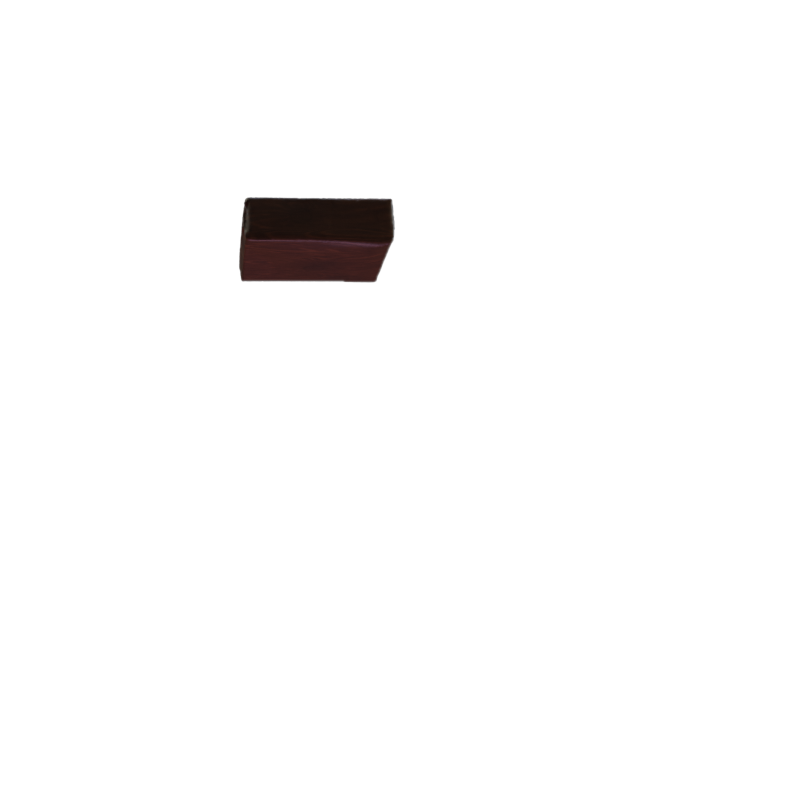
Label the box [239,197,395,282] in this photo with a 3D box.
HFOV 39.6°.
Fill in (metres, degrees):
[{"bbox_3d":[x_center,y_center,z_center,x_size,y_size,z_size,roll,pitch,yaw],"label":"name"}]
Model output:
[{"bbox_3d":[-0.067,-0.122,0.852,0.112,0.041,0.087,2,-16,-7],"label":"box"}]
